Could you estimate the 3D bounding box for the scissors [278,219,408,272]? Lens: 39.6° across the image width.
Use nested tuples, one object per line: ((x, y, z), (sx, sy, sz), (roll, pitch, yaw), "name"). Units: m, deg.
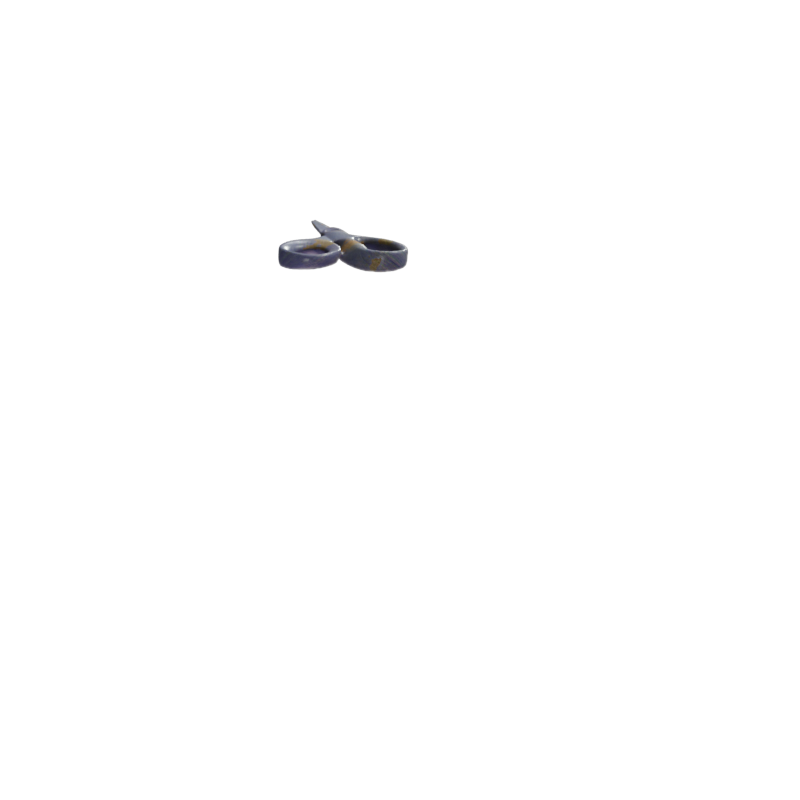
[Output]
((-0.064, -0.116, 0.814), (0.094, 0.015, 0.213), (-7, 18, -25), "scissors")
